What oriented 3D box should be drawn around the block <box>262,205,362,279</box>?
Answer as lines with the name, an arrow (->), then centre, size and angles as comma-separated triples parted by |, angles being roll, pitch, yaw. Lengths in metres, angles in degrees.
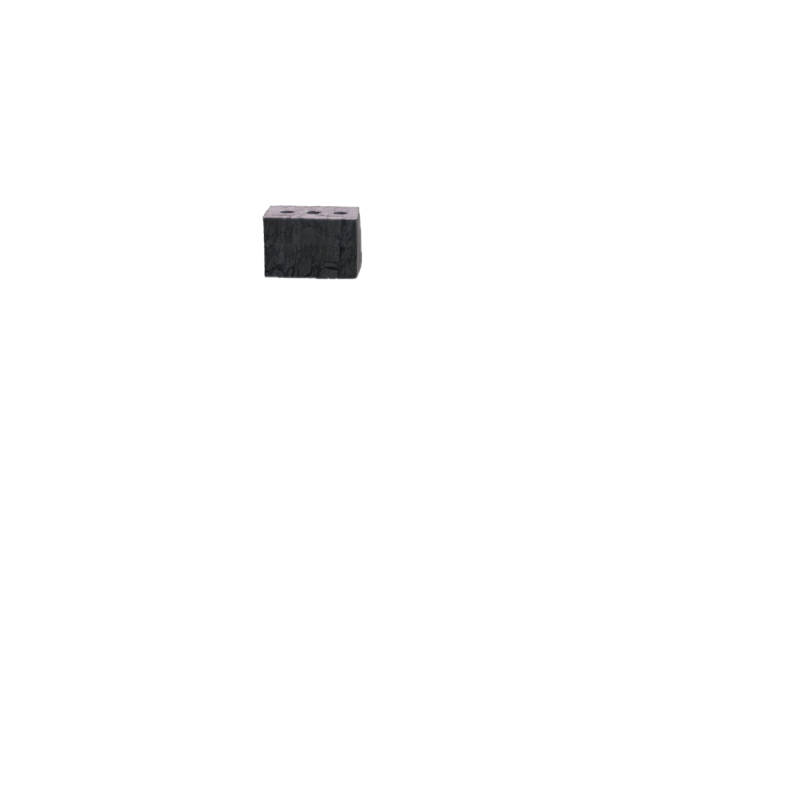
block -> -0.071, -0.130, 0.909 | 0.078, 0.050, 0.054 | 1, 16, 3
